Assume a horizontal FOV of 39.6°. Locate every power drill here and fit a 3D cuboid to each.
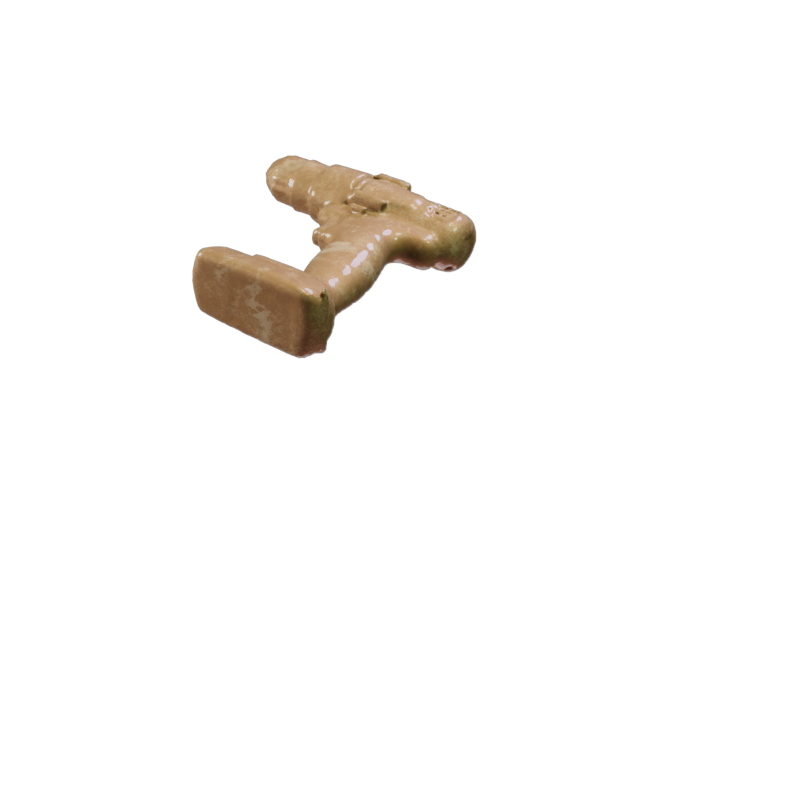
[{"bbox_3d":[-0.063,-0.115,0.808,0.194,0.054,0.190,22,42,27],"label":"power drill"}]
